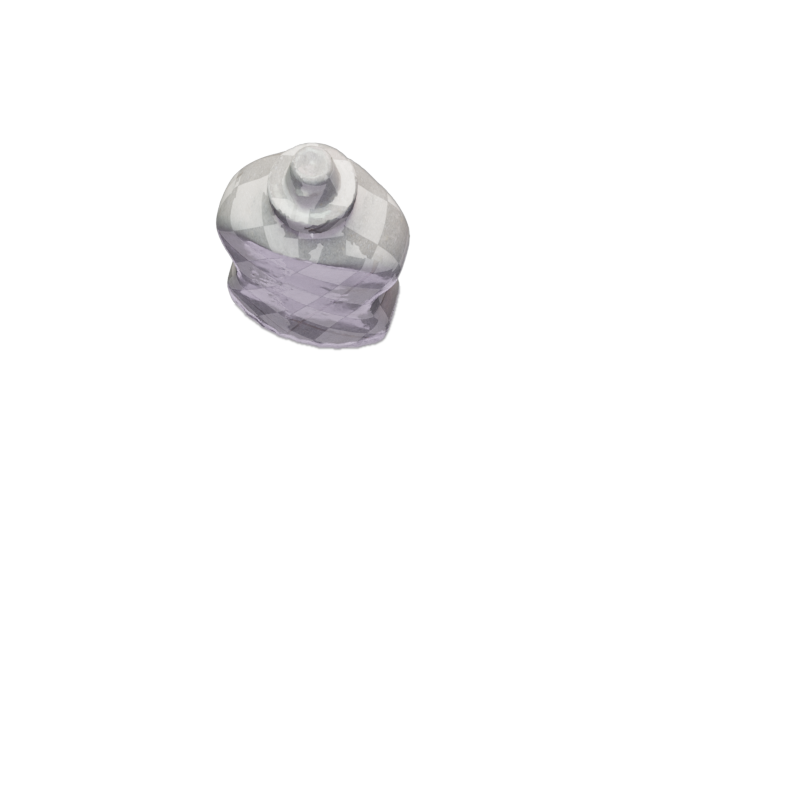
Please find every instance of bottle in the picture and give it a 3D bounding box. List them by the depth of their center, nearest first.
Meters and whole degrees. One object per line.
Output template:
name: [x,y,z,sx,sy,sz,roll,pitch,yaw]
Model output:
bottle: [-0.044,-0.080,0.566,0.097,0.060,0.184,18,-15,2]
